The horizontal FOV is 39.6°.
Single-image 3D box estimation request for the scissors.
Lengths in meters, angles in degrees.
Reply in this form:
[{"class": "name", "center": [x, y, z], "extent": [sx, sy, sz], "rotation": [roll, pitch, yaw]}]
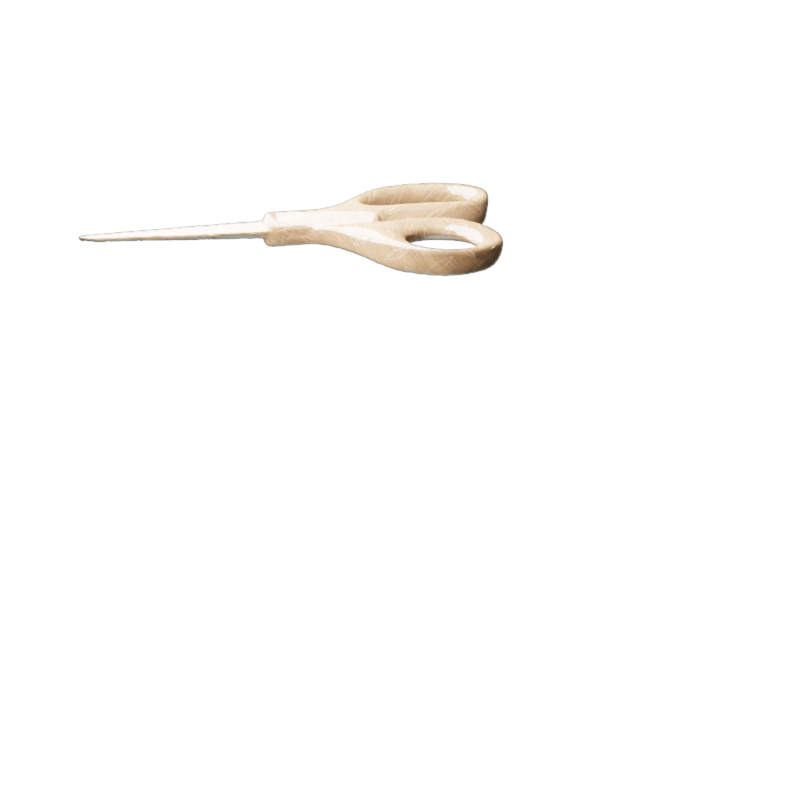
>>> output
[{"class": "scissors", "center": [-0.041, -0.074, 0.520], "extent": [0.198, 0.015, 0.103], "rotation": [-13, 33, -21]}]
